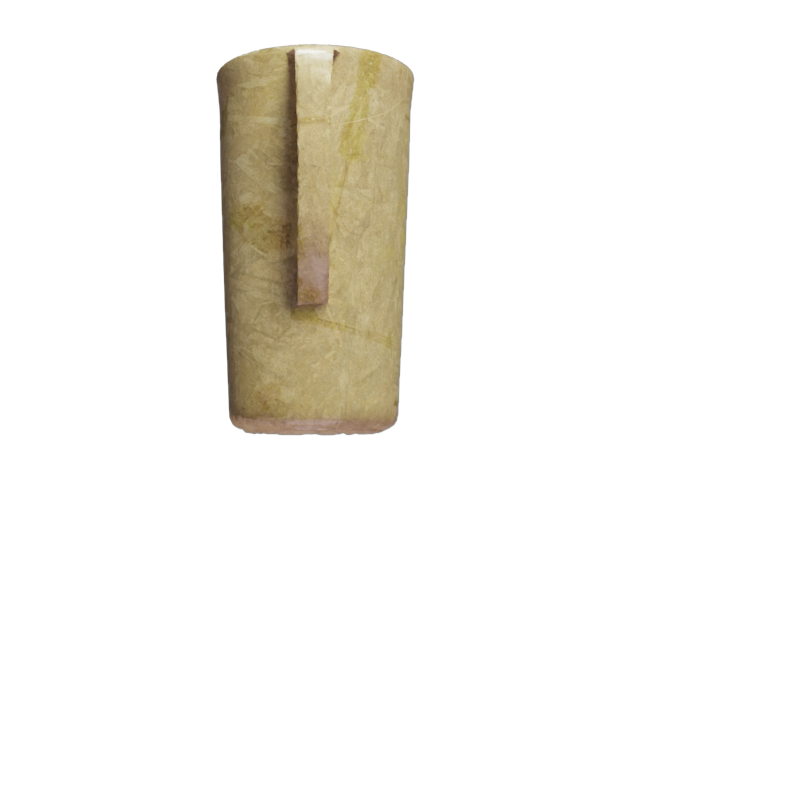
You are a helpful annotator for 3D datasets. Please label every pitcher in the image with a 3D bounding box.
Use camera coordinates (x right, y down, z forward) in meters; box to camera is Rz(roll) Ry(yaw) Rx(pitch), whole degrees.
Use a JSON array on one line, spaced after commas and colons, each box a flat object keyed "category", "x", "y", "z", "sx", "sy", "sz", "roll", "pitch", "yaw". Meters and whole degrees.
[{"category": "pitcher", "x": -0.056, "y": -0.102, "z": 0.716, "sx": 0.149, "sy": 0.250, "sz": 0.142, "roll": -9, "pitch": -13, "yaw": 41}]
